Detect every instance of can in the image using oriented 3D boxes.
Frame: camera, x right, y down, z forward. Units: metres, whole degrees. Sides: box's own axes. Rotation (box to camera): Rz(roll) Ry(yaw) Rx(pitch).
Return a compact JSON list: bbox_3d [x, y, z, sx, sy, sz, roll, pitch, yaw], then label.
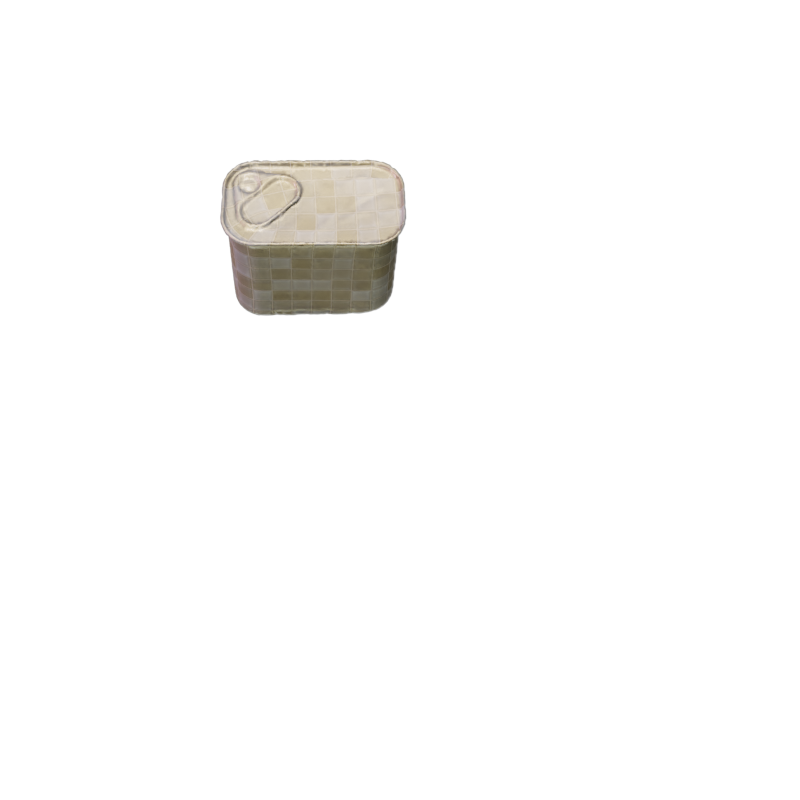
[{"bbox_3d":[-0.051,-0.092,0.645,0.102,0.061,0.079,0,-29,-2],"label":"can"}]
